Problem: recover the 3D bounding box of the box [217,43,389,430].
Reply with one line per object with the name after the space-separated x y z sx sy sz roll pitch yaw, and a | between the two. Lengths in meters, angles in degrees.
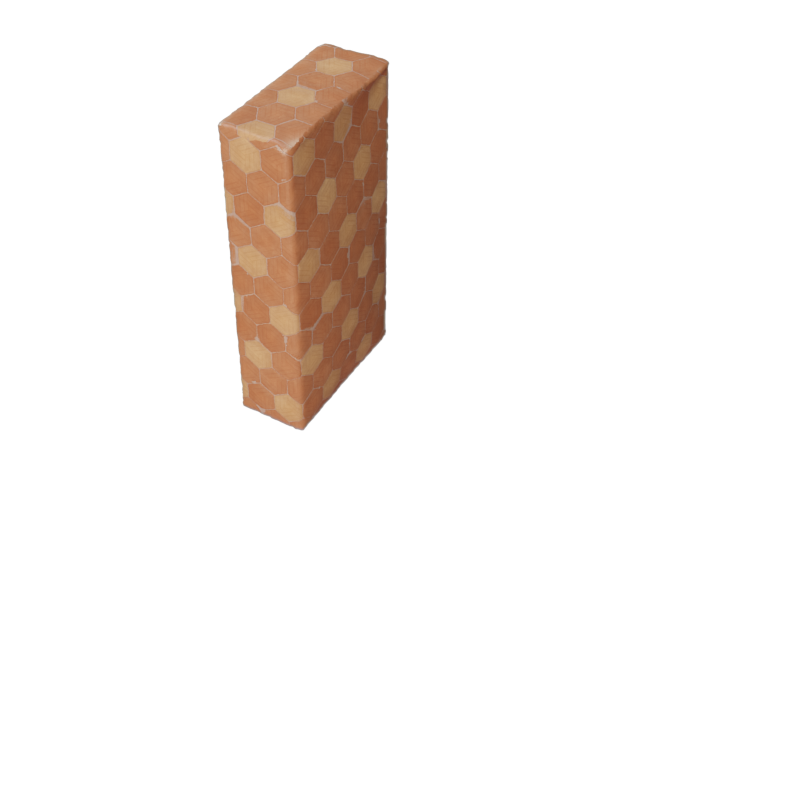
-0.044 -0.080 0.562 0.050 0.164 0.096 22 46 19 | box
